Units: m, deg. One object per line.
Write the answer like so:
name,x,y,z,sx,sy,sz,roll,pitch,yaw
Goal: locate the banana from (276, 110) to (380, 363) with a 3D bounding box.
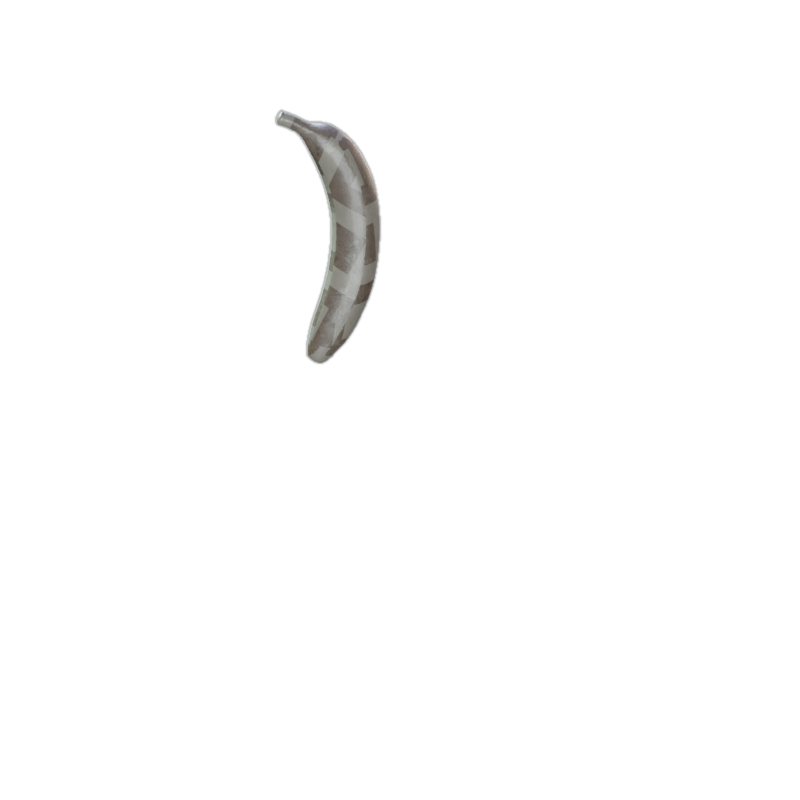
banana,-0.049,-0.128,0.851,0.070,0.193,0.038,-7,10,0
